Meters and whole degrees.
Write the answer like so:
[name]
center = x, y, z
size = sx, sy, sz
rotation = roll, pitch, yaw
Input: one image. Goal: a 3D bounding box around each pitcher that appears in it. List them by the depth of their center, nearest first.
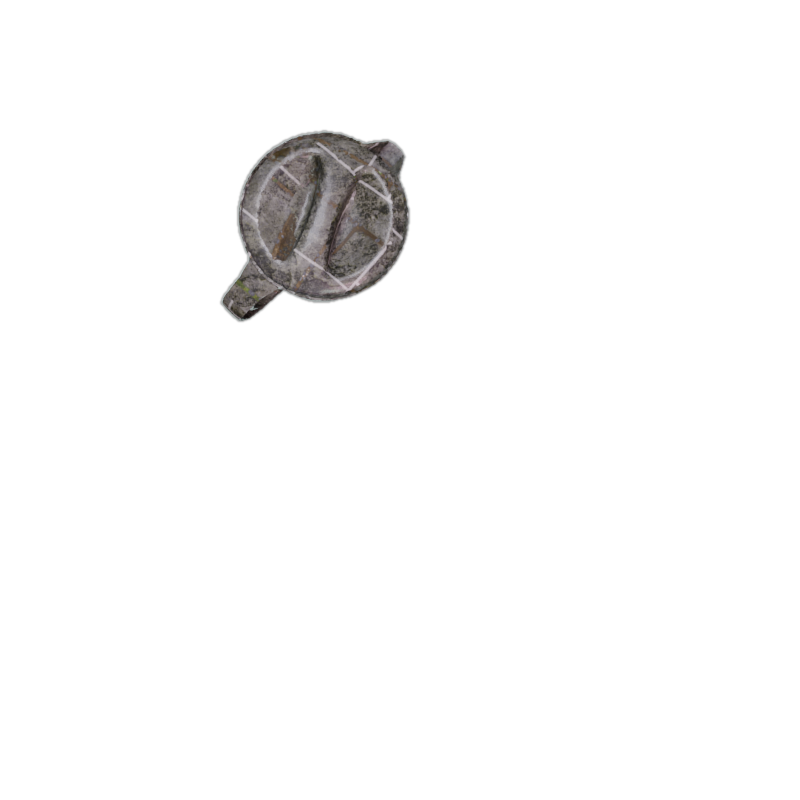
[pitcher]
center = -0.076, -0.139, 0.974
size = 0.149, 0.147, 0.241
rotation = -1, -1, -3
